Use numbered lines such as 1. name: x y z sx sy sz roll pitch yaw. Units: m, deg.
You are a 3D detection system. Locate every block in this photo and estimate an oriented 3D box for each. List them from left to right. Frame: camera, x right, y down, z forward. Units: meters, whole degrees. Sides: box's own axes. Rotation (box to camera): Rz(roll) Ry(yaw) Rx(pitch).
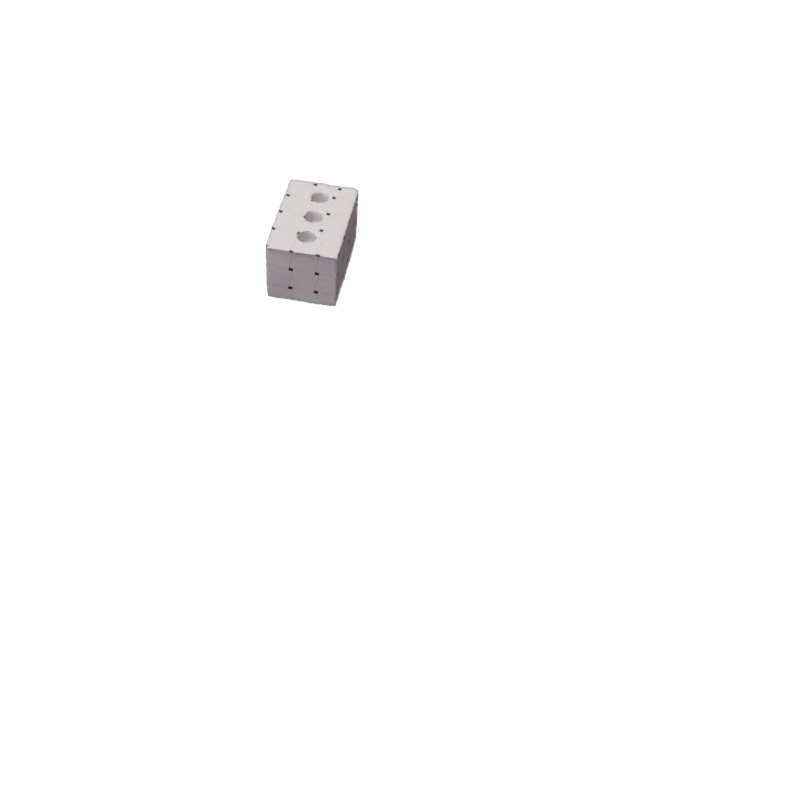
1. block: -0.063 -0.115 0.804 0.053 0.083 0.048 8 -43 6
